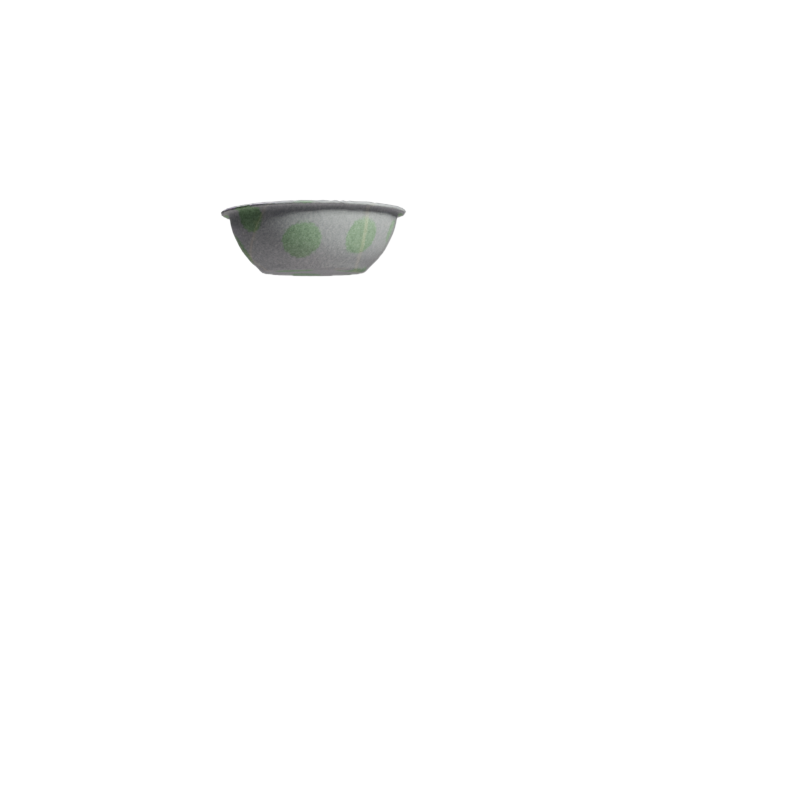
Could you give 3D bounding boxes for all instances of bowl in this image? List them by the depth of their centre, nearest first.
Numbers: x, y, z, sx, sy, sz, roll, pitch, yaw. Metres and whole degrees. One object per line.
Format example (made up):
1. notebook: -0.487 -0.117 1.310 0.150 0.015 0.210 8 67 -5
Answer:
1. bowl: -0.076 -0.138 0.969 0.162 0.055 0.162 0 2 -2
